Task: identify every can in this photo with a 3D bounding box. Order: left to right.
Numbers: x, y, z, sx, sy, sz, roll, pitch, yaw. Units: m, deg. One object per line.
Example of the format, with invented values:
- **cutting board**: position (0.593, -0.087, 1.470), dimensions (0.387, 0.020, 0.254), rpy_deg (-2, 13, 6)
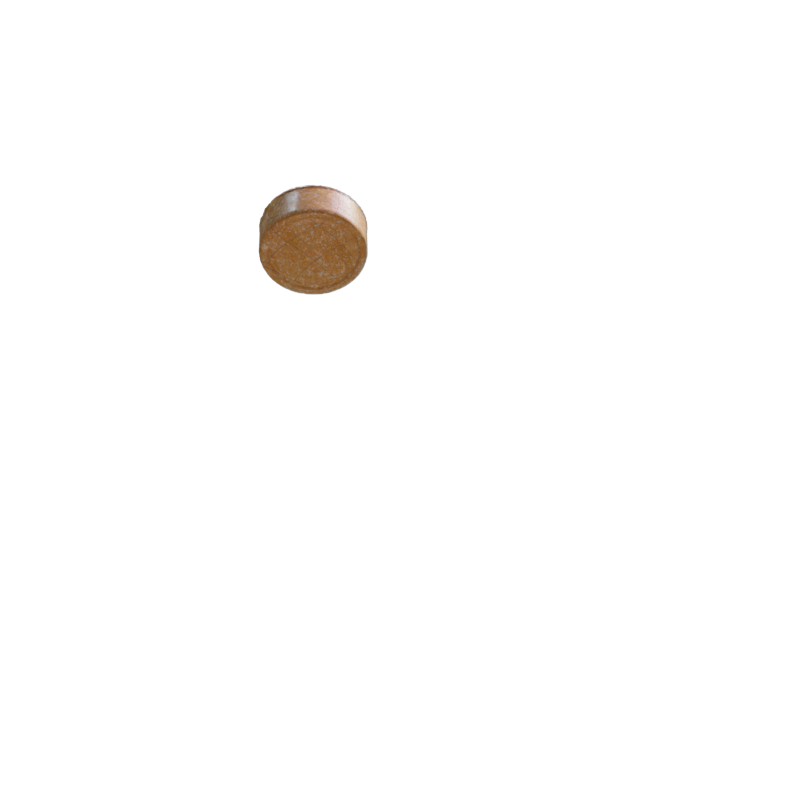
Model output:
- **can**: position (-0.068, -0.123, 0.865), dimensions (0.086, 0.080, 0.036), rpy_deg (1, 42, -1)
